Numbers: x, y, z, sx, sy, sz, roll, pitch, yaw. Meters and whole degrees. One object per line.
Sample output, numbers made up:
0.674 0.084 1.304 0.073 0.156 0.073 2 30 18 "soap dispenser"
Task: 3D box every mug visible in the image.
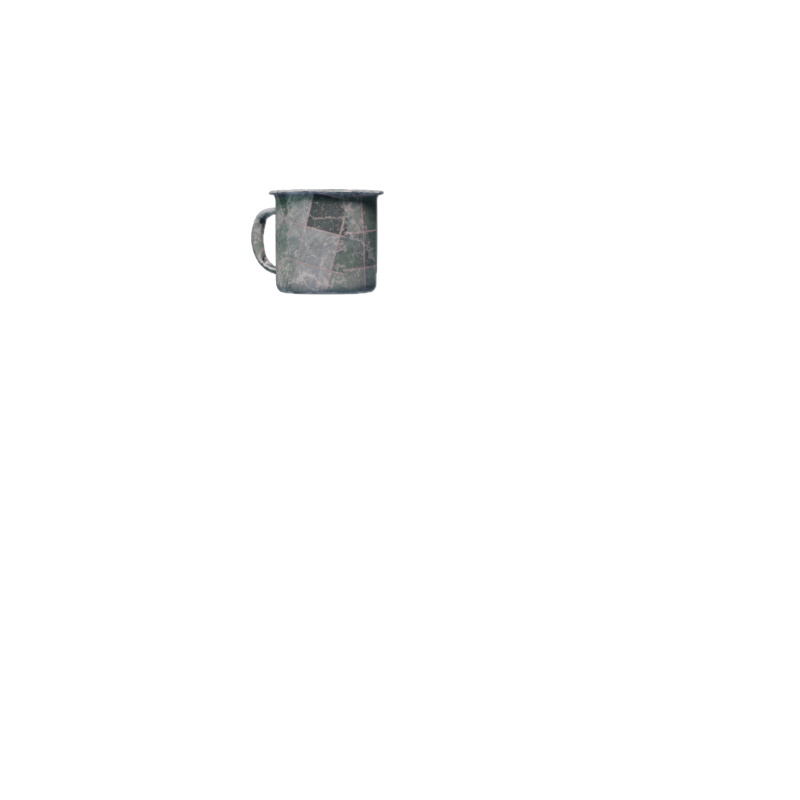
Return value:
-0.070 -0.128 0.896 0.121 0.081 0.091 3 6 26 "mug"
